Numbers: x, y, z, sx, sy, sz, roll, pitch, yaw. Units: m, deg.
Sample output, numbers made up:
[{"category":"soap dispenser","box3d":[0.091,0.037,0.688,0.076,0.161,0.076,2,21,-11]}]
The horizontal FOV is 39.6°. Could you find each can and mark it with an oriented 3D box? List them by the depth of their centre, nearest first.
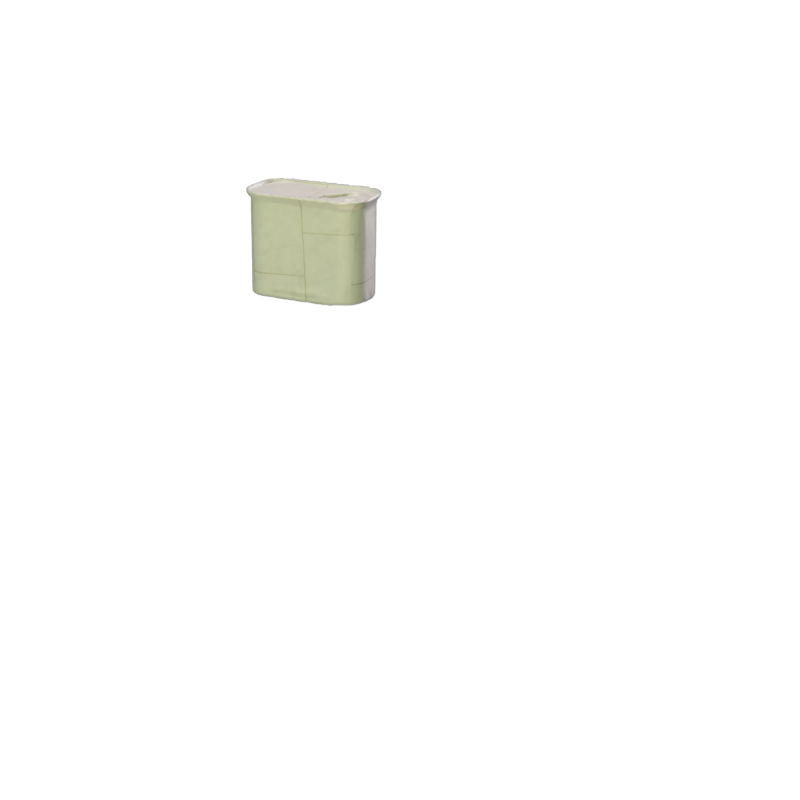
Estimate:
[{"category":"can","box3d":[-0.067,-0.123,0.858,0.106,0.081,0.058,10,20,23]}]
